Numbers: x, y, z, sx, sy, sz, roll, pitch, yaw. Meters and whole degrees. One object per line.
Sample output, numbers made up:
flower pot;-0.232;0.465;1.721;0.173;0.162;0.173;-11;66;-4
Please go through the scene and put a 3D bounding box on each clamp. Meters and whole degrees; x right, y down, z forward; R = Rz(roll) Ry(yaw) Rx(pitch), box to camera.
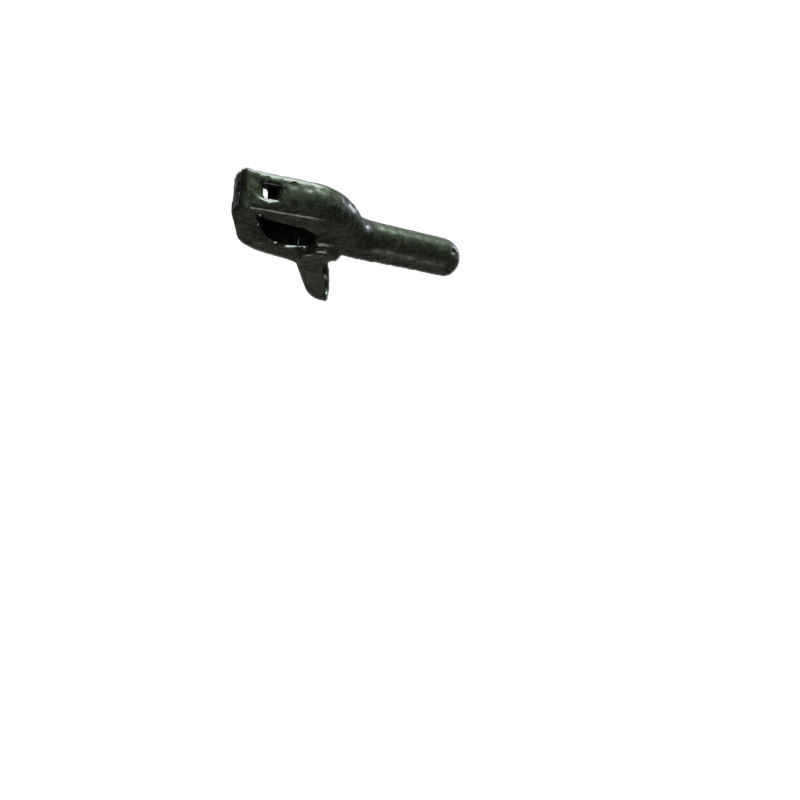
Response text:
clamp;-0.057;-0.104;0.725;0.121;0.041;0.161;-20;-30;39
